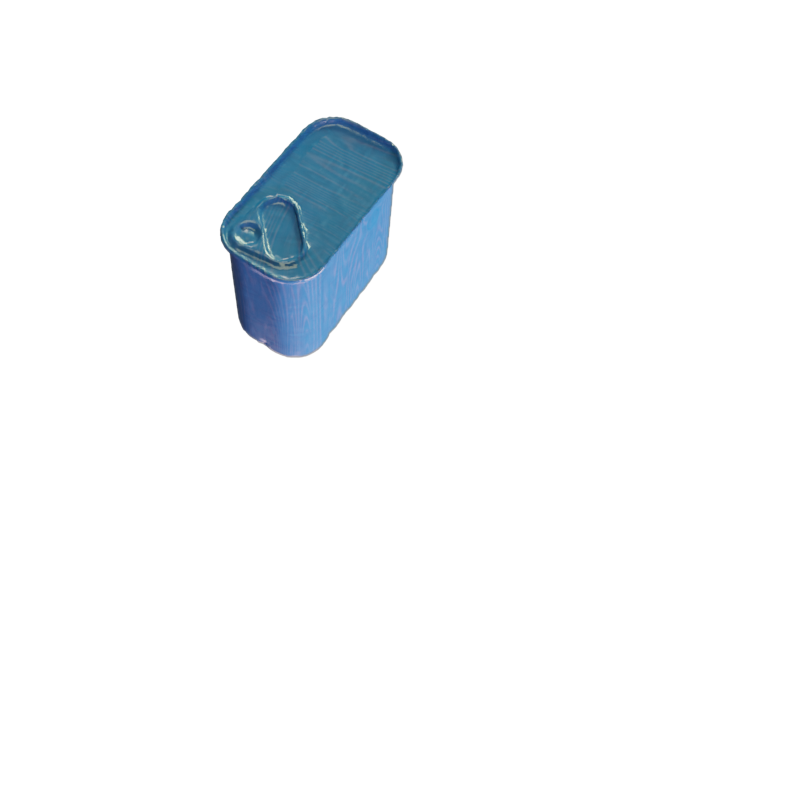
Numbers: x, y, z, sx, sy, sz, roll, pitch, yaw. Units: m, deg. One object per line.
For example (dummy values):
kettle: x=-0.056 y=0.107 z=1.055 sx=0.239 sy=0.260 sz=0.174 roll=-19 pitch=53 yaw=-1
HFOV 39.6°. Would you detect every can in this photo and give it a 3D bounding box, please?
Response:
can: x=-0.045 y=-0.083 z=0.581 sx=0.060 sy=0.105 sz=0.079 roll=30 pitch=-27 yaw=13
